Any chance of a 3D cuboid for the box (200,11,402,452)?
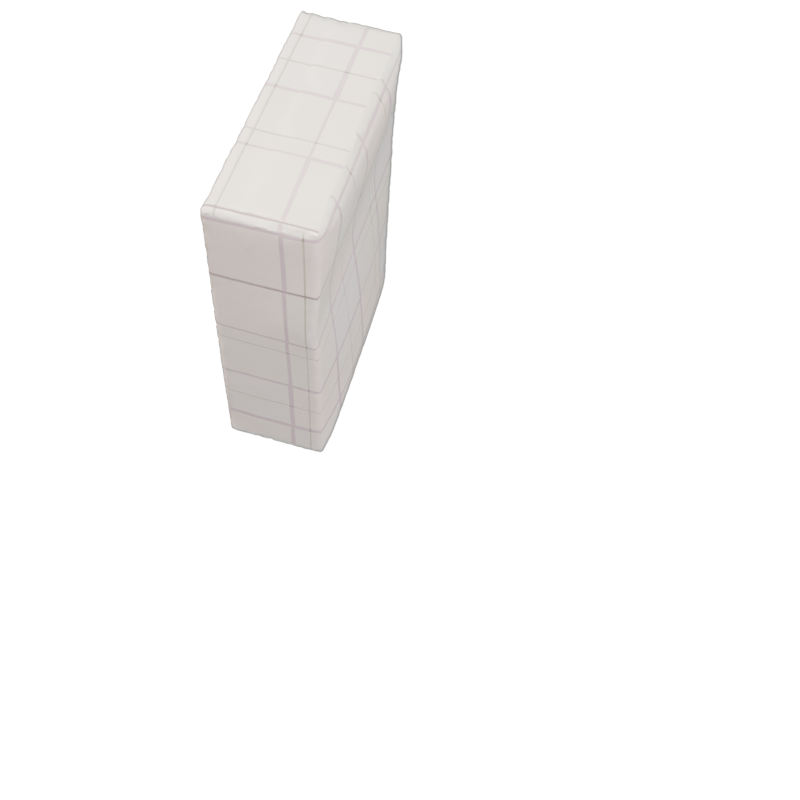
[{"bbox_3d":[-0.052,-0.095,0.667,0.073,0.173,0.200,14,-35,5],"label":"box"}]
